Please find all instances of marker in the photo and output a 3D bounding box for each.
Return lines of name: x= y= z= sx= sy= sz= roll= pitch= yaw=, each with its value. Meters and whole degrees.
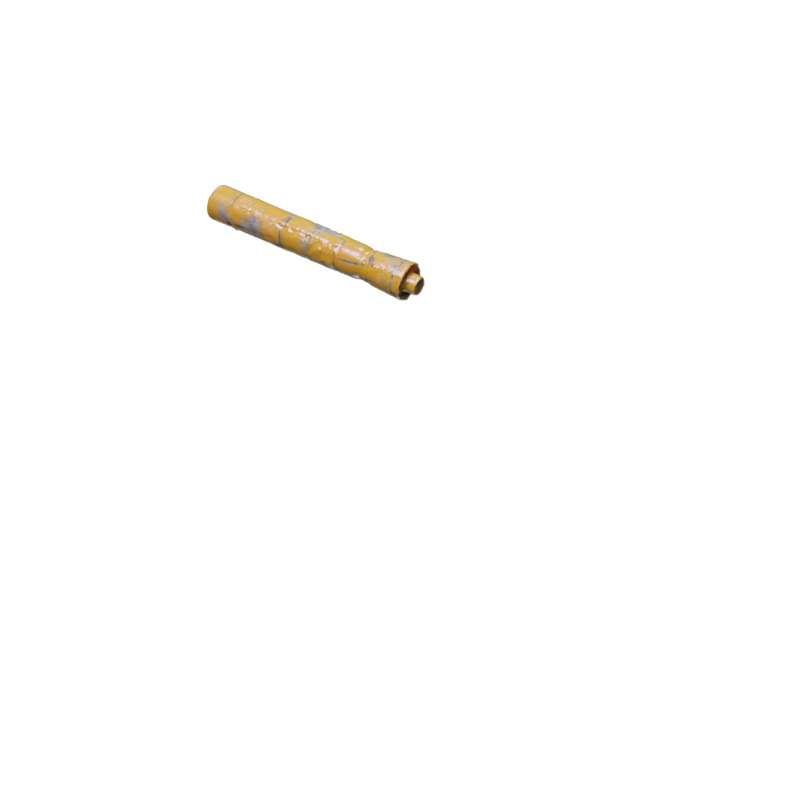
marker: x=-0.042 y=-0.076 z=0.535 sx=0.128 sy=0.019 sz=0.019 roll=26 pitch=16 yaw=28
